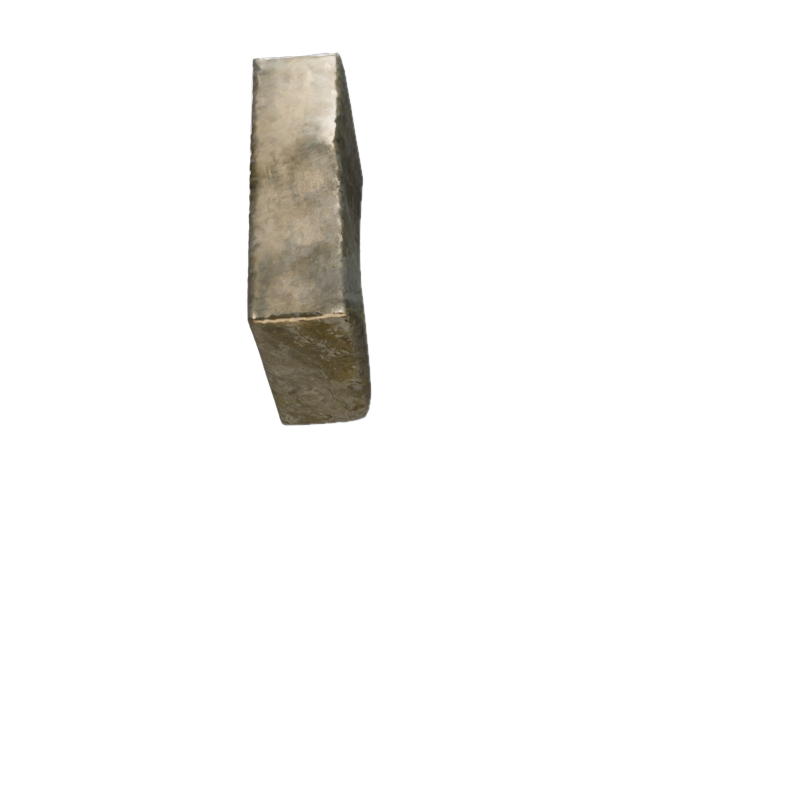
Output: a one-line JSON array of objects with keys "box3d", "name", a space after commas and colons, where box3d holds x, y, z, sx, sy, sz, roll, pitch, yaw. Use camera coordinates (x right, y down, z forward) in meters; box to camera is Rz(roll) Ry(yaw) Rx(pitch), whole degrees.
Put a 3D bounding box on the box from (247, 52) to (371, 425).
[{"box3d": [-0.062, -0.112, 0.787, 0.072, 0.228, 0.153, -4, -29, 2], "name": "box"}]
